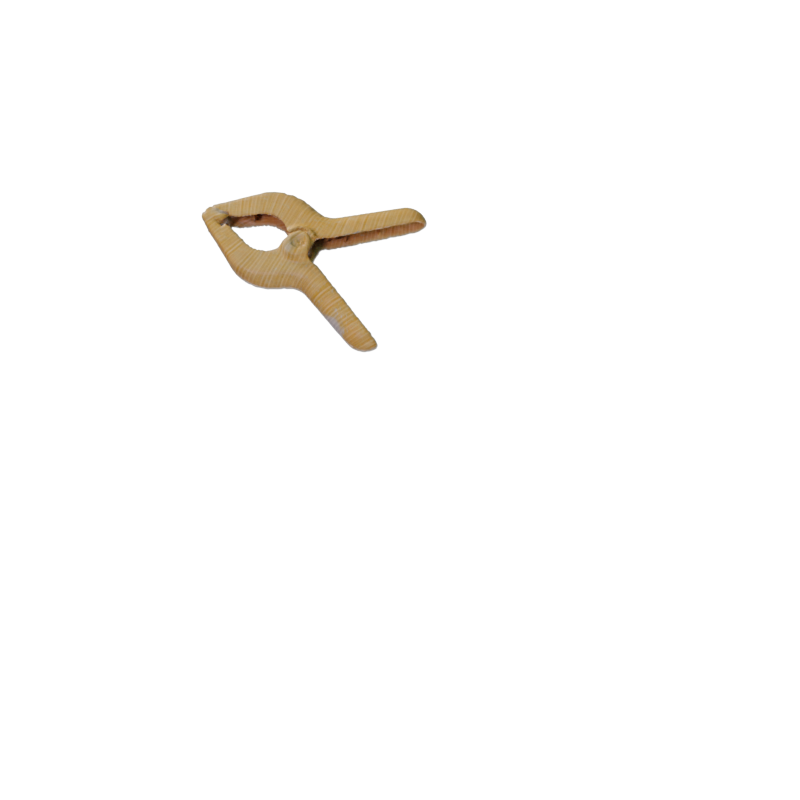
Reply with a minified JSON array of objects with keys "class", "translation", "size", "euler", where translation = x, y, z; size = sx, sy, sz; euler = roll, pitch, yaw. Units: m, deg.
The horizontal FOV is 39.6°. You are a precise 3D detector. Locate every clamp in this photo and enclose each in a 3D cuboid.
[{"class":"clamp","translation":[-0.067,-0.123,0.861],"size":[0.177,0.123,0.037],"euler":[28,-23,13]}]
